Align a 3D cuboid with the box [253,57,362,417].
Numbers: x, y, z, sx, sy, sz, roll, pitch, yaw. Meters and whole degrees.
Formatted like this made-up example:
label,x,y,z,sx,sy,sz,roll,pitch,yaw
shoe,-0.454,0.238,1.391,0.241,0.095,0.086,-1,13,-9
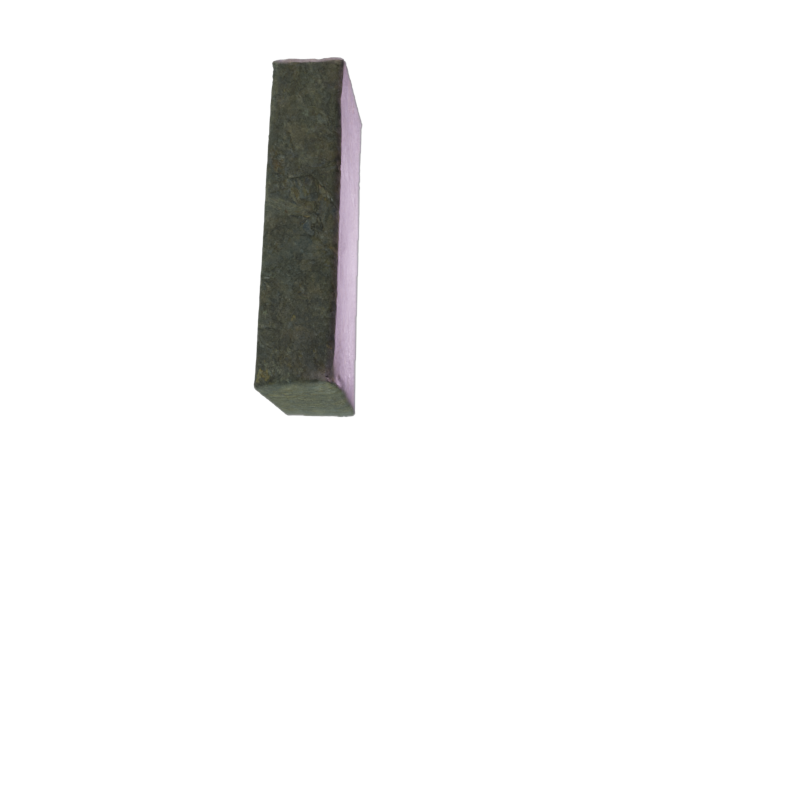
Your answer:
label,x,y,z,sx,sy,sz,roll,pitch,yaw
box,-0.047,-0.085,0.599,0.048,0.183,0.089,-3,-16,5
